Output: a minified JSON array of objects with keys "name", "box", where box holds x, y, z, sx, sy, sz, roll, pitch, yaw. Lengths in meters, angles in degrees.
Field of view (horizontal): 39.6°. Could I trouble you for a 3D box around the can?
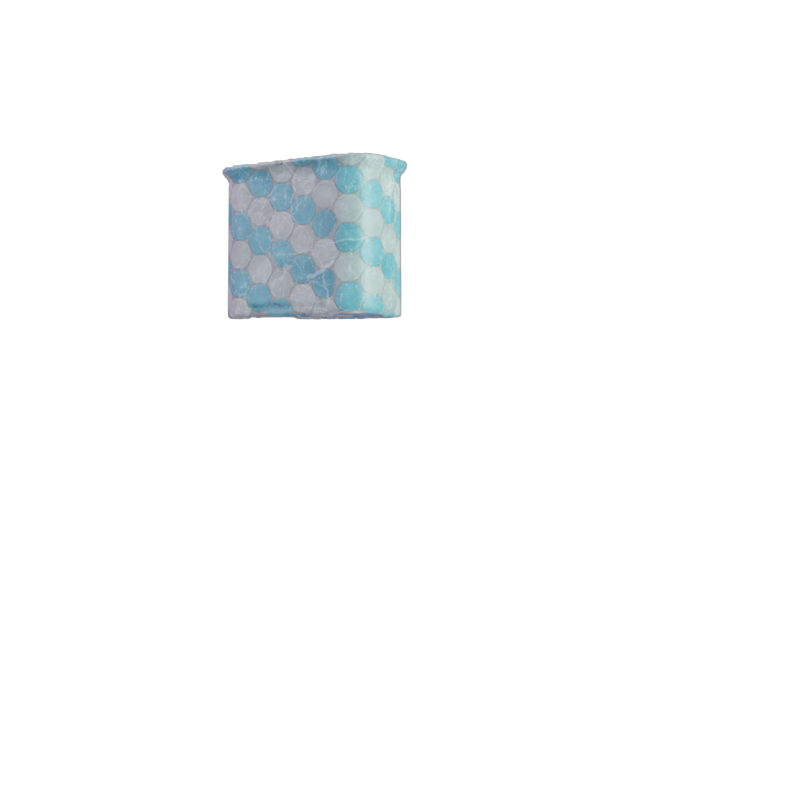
[{"name":"can","box":[-0.048,-0.086,0.605,0.105,0.085,0.055,0,-2,32]}]
